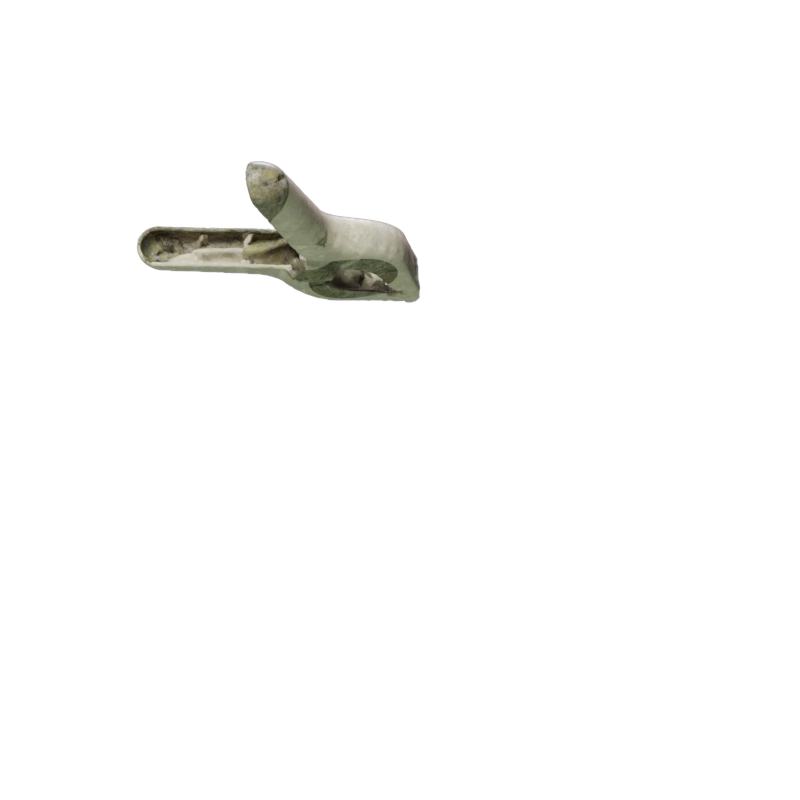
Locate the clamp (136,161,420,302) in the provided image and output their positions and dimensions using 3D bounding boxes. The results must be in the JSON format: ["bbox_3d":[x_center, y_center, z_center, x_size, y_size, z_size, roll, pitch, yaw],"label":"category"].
[{"bbox_3d":[-0.049,-0.089,0.626,0.164,0.041,0.121,6,-12,-31],"label":"clamp"}]
